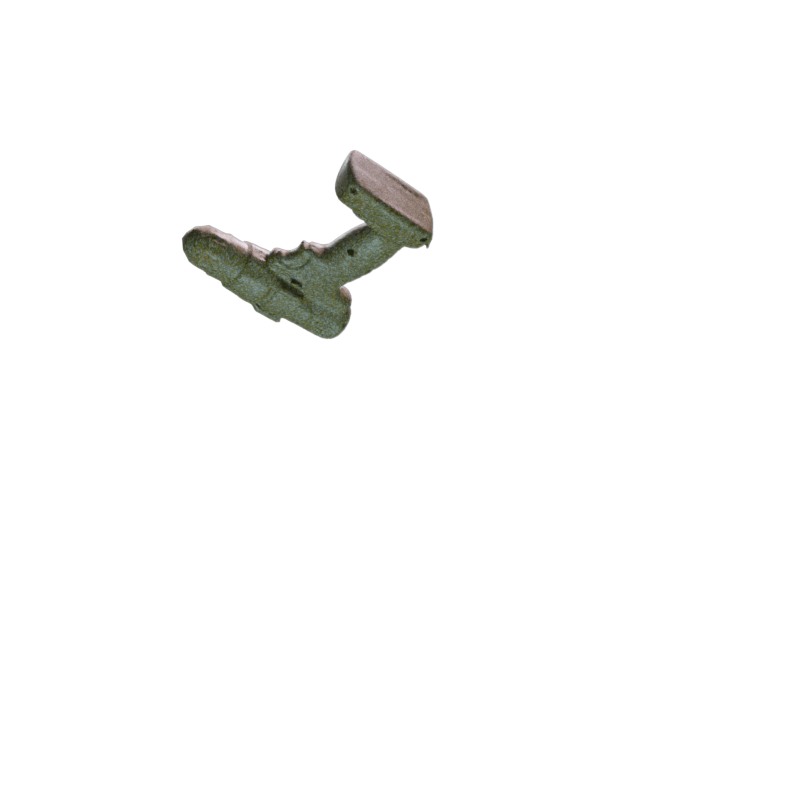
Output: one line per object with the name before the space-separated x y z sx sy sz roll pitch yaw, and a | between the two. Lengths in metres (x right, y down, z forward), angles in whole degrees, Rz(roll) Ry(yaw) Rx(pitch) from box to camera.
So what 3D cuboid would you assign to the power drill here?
power drill | -0.078 -0.143 1.000 0.174 0.062 0.186 29 -46 -32
